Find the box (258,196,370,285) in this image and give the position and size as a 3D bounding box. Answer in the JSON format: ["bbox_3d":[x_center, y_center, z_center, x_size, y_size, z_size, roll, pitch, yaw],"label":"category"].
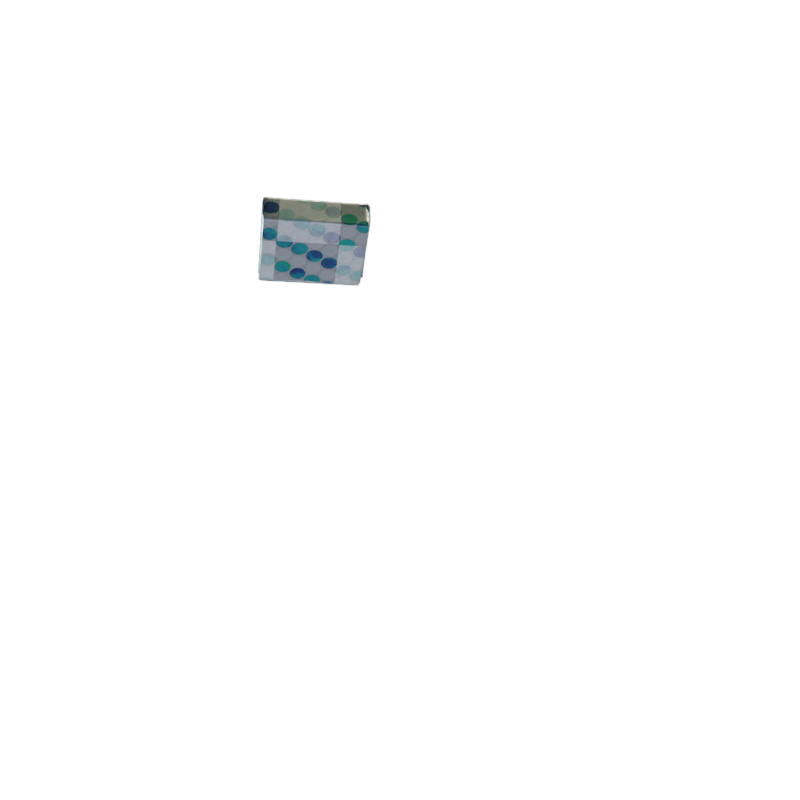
[{"bbox_3d":[-0.072,-0.132,0.922,0.089,0.032,0.068,3,-41,-4],"label":"box"}]
